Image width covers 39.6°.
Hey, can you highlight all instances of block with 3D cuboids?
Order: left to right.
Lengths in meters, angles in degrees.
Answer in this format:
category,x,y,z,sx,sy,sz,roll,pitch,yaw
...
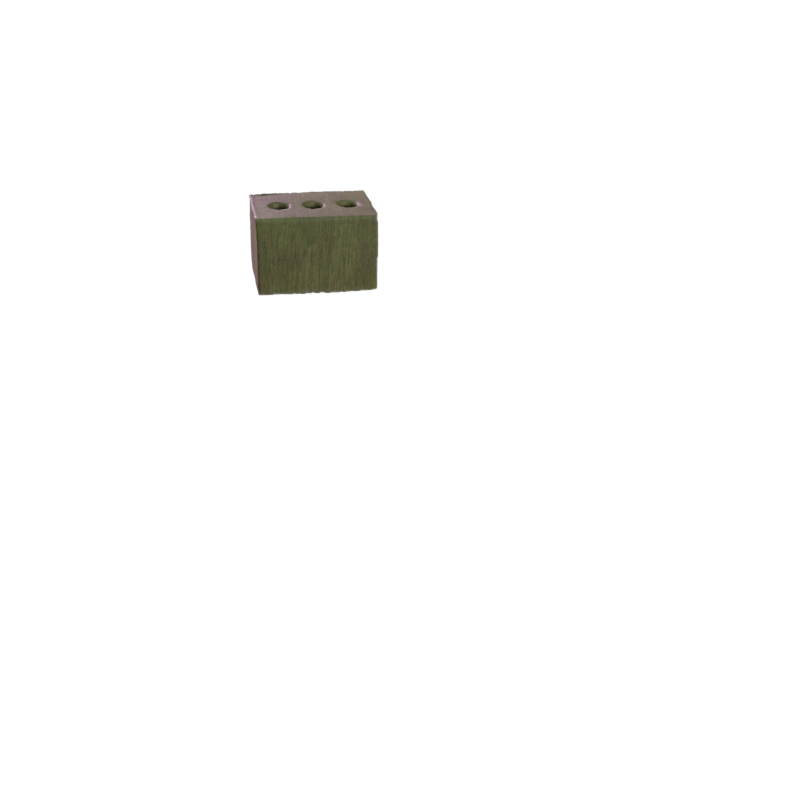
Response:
category,x,y,z,sx,sy,sz,roll,pitch,yaw
block,-0.055,-0.101,0.704,0.077,0.049,0.056,-3,24,-8
